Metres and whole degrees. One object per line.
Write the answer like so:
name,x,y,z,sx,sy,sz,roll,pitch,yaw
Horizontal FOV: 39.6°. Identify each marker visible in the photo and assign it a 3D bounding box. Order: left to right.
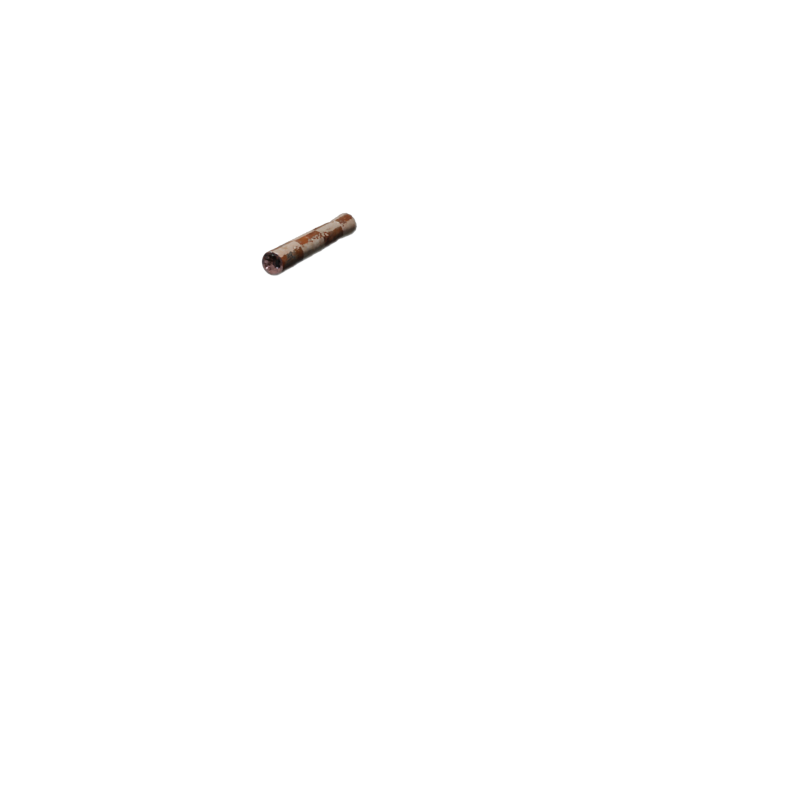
marker,-0.067,-0.122,0.853,0.020,0.019,0.122,2,23,27
